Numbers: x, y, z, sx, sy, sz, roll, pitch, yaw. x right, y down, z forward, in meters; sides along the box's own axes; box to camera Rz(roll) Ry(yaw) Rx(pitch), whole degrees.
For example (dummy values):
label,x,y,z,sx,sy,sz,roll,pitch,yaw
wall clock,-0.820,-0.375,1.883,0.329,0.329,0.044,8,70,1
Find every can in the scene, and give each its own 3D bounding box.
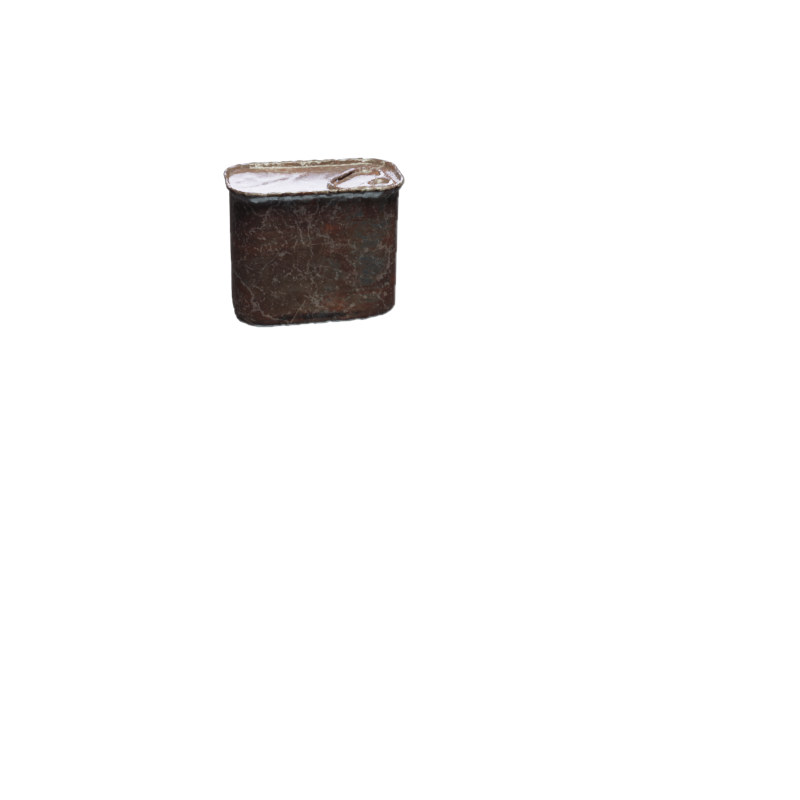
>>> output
label,x,y,z,sx,sy,sz,roll,pitch,yaw
can,-0.051,-0.093,0.650,0.101,0.080,0.061,-4,25,-10
